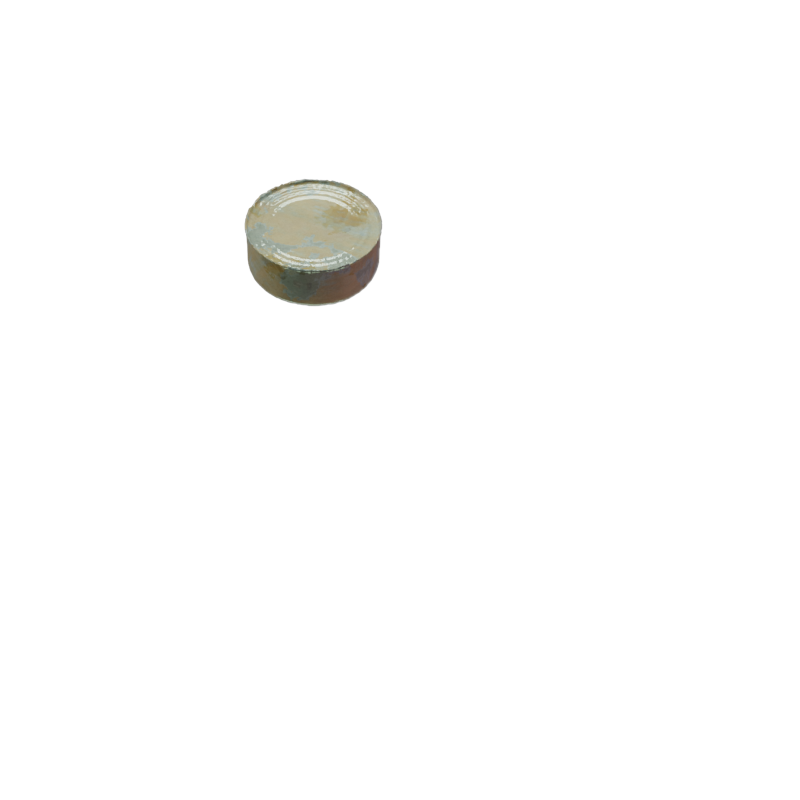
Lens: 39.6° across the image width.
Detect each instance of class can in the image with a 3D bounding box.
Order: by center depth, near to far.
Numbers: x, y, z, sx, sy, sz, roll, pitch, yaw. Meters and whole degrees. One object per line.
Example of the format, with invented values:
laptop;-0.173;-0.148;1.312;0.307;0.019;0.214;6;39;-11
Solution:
can;-0.055;-0.100;0.701;0.086;0.092;0.031;-1;-43;-1
